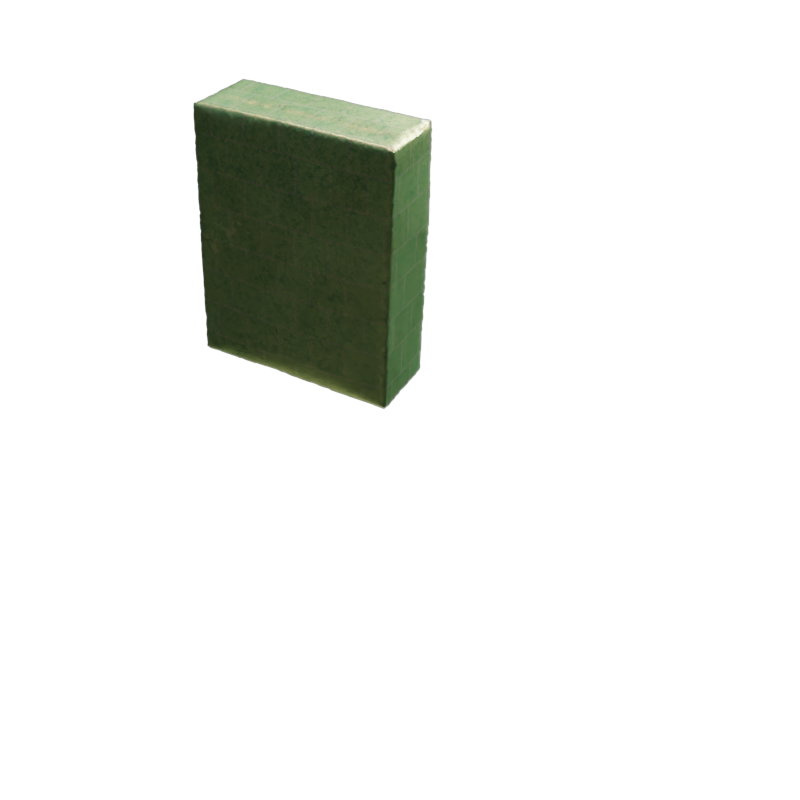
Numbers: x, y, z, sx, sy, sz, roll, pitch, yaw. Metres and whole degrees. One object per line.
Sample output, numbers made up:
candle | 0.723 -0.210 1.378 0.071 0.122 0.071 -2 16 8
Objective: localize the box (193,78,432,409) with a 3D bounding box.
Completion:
box | -0.065 -0.118 0.828 0.172 0.201 0.073 19 35 25
